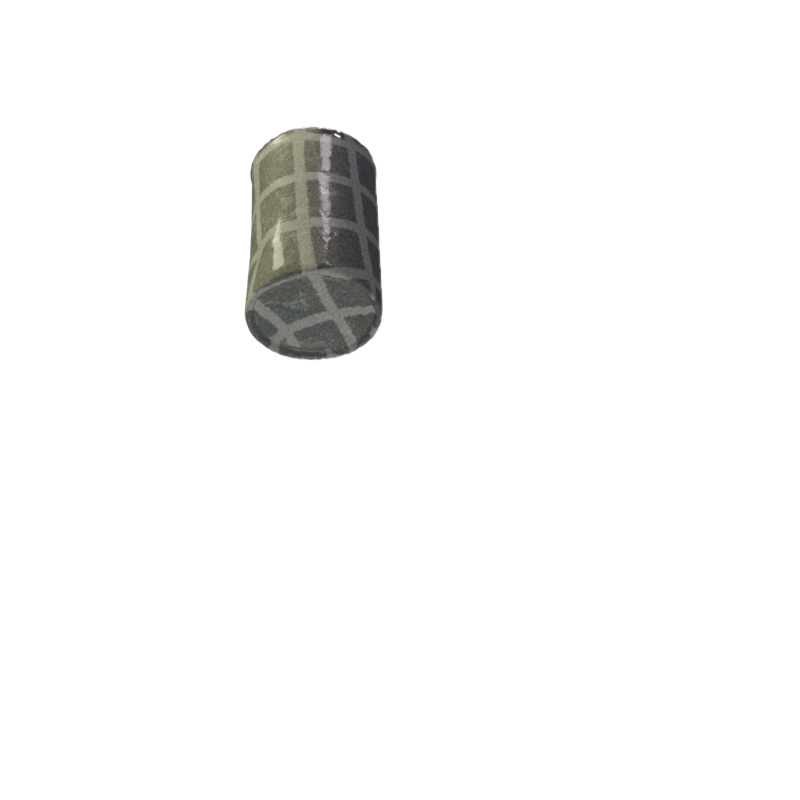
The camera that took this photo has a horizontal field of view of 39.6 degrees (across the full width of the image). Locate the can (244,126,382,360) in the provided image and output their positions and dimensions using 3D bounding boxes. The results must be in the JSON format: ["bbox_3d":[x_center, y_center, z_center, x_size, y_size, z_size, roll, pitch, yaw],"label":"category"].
[{"bbox_3d":[-0.044,-0.080,0.562,0.068,0.110,0.064,-1,-40,-3],"label":"can"}]
